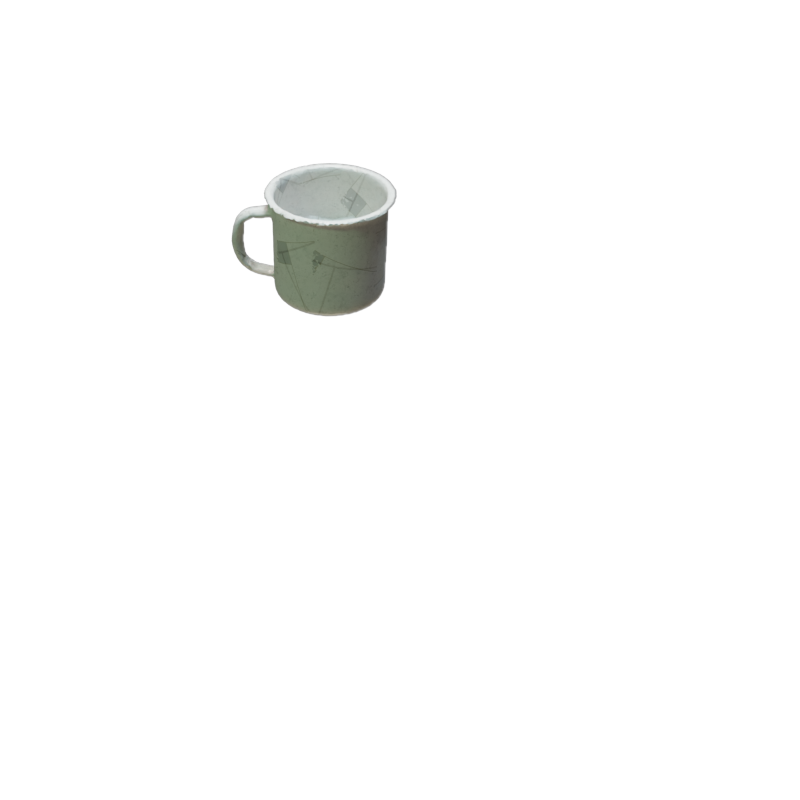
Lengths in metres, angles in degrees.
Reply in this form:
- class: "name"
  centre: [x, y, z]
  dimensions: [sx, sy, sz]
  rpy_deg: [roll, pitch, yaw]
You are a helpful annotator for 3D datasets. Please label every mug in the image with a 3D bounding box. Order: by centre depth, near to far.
- class: "mug"
  centre: [-0.062, -0.114, 0.797]
  dimensions: [0.117, 0.076, 0.100]
  rpy_deg: [-2, 34, -4]
